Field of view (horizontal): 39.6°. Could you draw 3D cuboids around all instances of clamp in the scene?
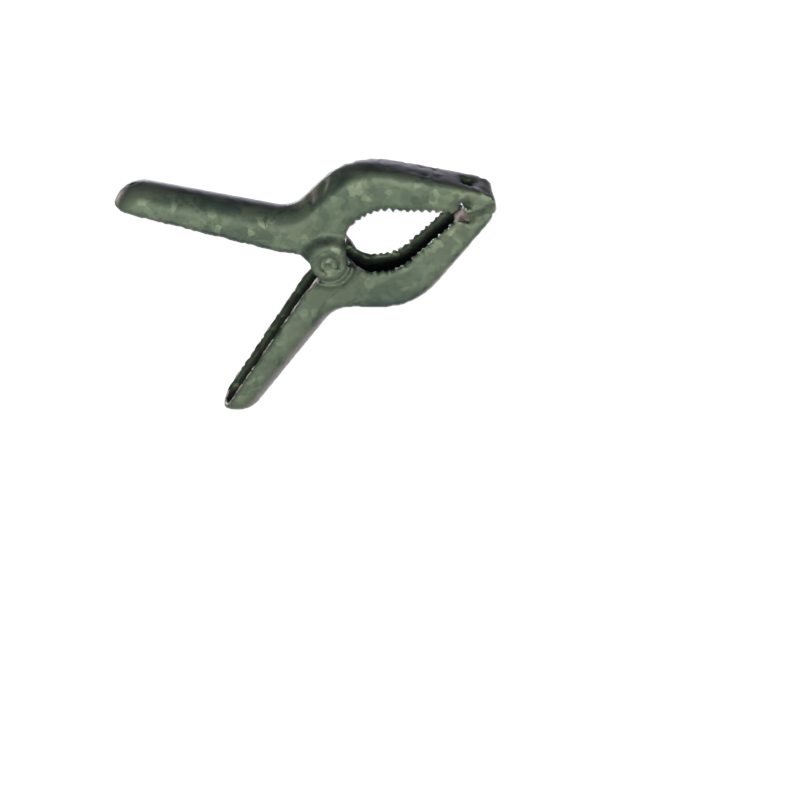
[{"bbox_3d":[-0.051,-0.092,0.646,0.210,0.154,0.039,-24,29,14],"label":"clamp"}]
